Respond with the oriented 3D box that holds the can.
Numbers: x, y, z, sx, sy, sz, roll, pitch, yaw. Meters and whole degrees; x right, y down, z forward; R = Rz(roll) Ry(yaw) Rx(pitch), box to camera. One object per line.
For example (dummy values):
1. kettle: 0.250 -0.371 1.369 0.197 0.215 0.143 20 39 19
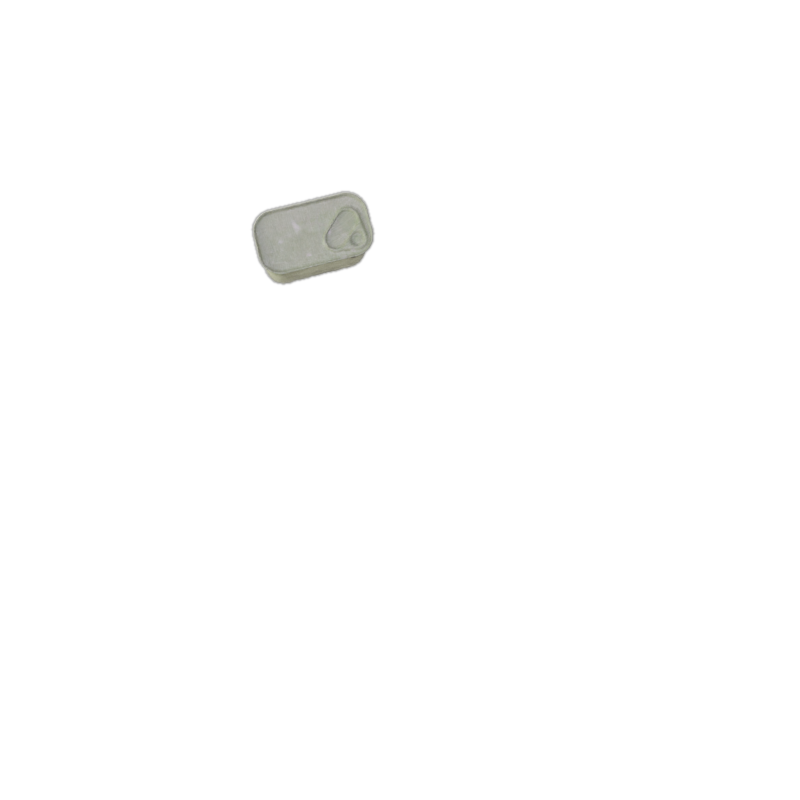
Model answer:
1. can: -0.078 -0.142 0.996 0.102 0.059 0.082 -14 -4 -4
